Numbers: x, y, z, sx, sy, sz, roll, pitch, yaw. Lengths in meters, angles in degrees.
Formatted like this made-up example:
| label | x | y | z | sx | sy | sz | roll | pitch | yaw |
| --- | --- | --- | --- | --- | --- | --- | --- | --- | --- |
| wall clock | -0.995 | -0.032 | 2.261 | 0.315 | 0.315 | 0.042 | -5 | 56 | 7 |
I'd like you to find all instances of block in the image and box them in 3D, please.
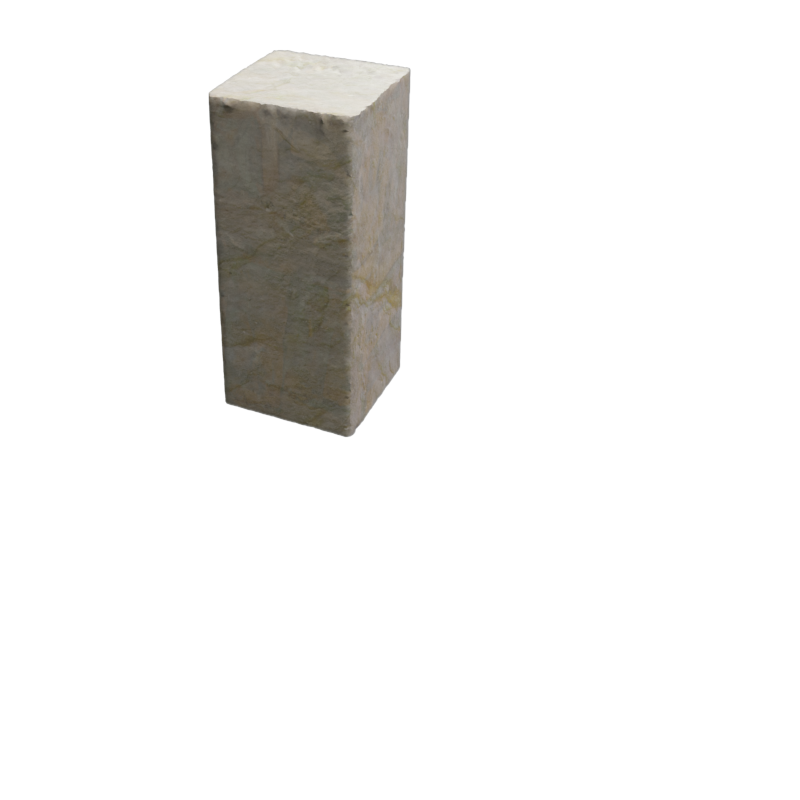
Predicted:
| label | x | y | z | sx | sy | sz | roll | pitch | yaw |
| --- | --- | --- | --- | --- | --- | --- | --- | --- | --- |
| block | -0.053 | -0.095 | 0.669 | 0.094 | 0.194 | 0.092 | 13 | 32 | 18 |
